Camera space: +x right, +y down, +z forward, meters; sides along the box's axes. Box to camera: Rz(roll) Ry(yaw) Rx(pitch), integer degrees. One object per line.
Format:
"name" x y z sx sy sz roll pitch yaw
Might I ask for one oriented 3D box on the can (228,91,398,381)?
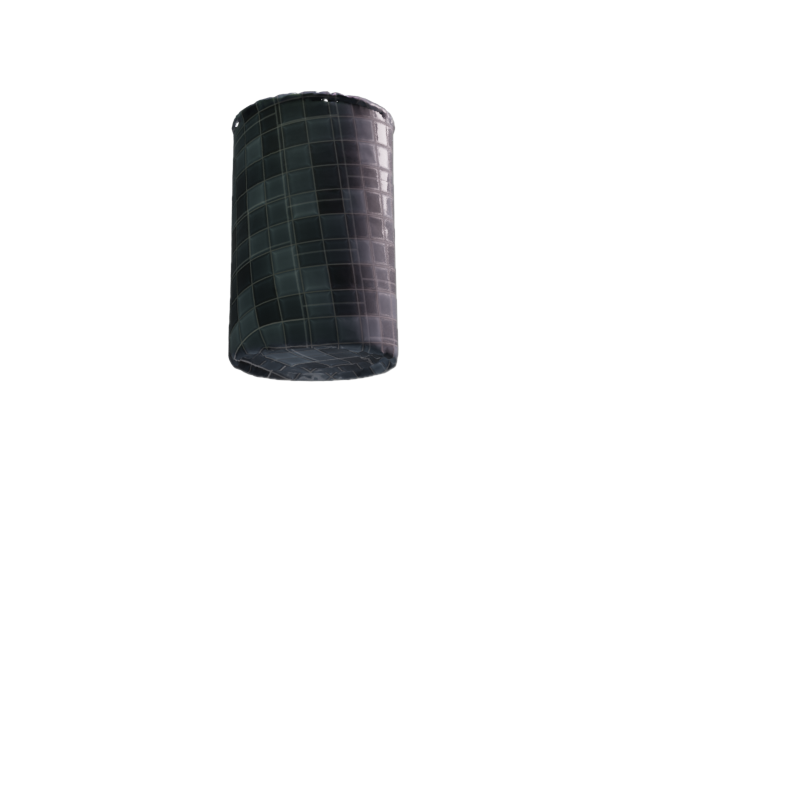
"can" -0.035 -0.064 0.447 0.068 0.106 0.066 0 -16 -2
